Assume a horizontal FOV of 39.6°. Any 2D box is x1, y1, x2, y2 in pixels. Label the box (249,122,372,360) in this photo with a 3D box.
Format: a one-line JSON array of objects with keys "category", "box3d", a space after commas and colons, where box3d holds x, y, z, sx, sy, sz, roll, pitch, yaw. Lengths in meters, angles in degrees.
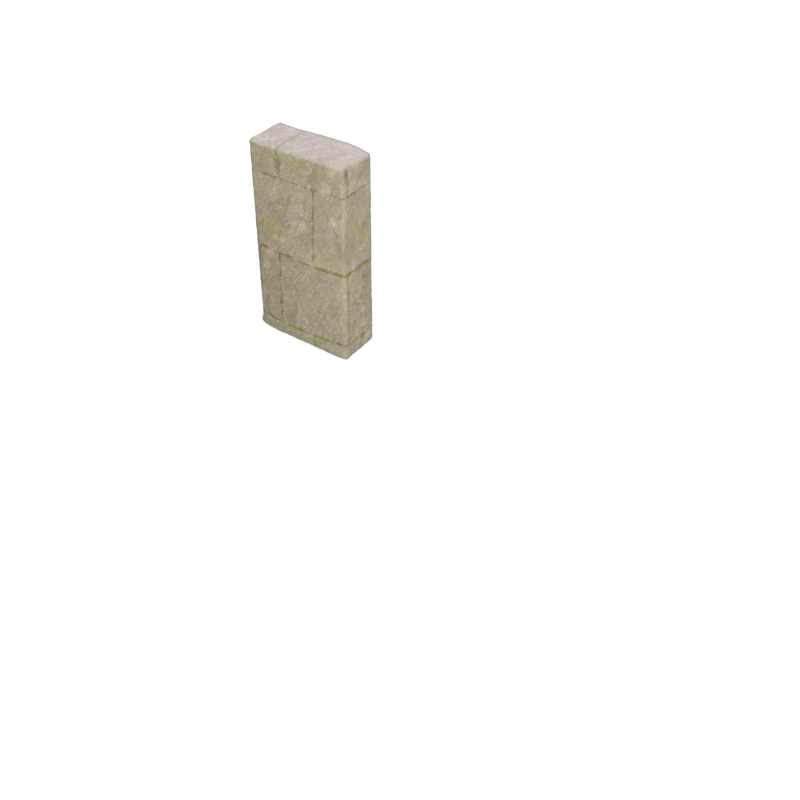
[{"category": "box", "box3d": [-0.069, -0.127, 0.891, 0.099, 0.165, 0.048, 24, 38, 30]}]
